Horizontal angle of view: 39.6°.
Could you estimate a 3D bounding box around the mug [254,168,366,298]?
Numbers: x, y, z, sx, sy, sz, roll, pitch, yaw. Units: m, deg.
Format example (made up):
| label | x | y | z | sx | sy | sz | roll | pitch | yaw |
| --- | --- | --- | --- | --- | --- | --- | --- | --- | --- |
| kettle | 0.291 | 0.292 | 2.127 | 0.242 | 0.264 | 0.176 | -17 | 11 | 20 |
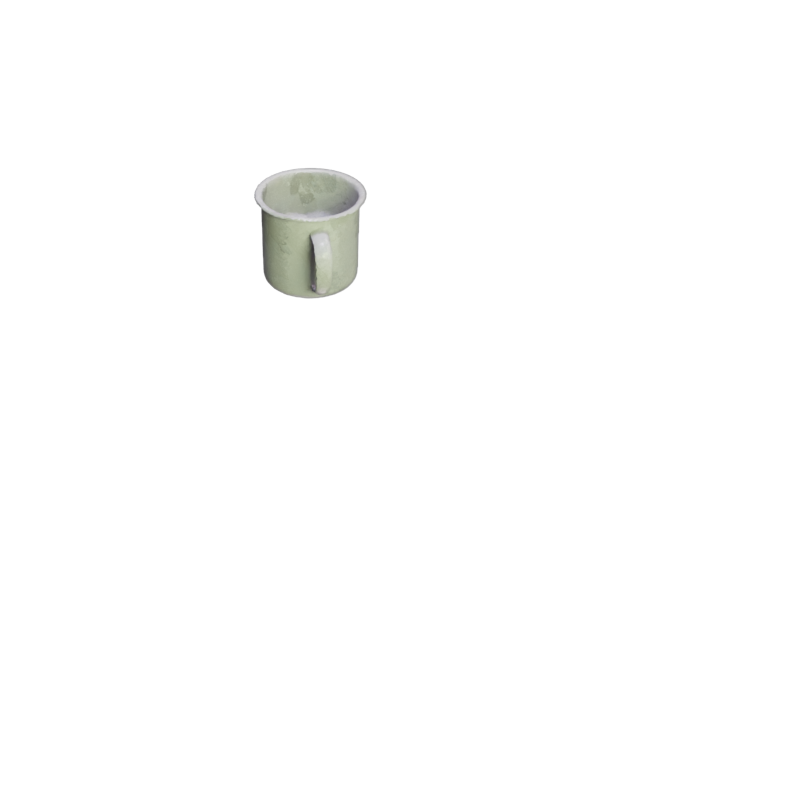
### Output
| label | x | y | z | sx | sy | sz | roll | pitch | yaw |
| --- | --- | --- | --- | --- | --- | --- | --- | --- | --- |
| mug | -0.073 | -0.132 | 0.927 | 0.092 | 0.076 | 0.126 | -7 | 36 | -12 |
